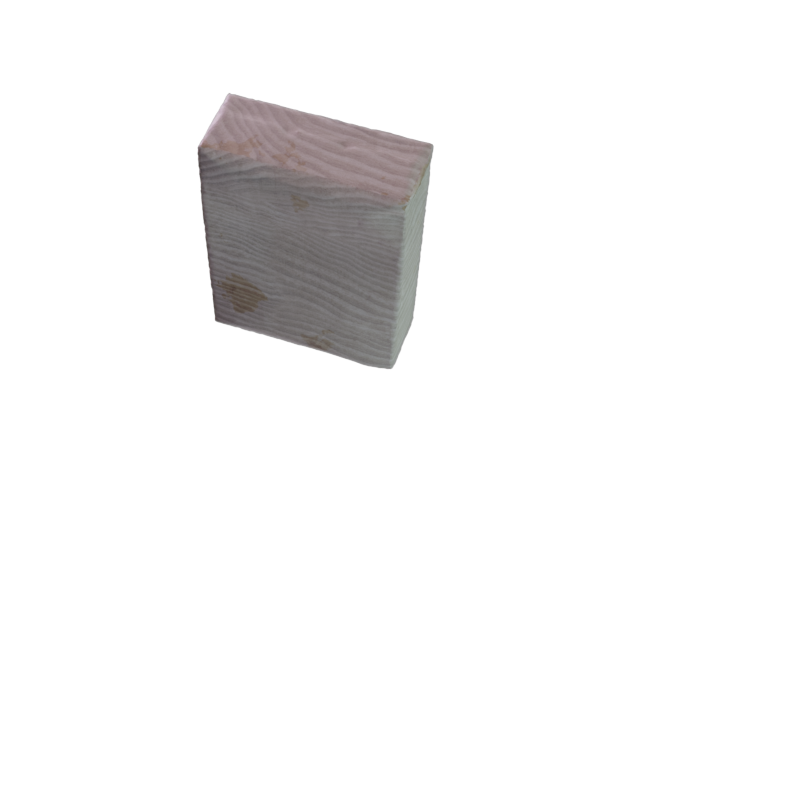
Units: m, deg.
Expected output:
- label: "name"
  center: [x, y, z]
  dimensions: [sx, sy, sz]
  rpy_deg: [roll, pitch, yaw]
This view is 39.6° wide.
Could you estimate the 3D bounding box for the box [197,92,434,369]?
- label: "box"
  center: [-0.069, -0.125, 0.877]
  dimensions: [0.168, 0.075, 0.200]
  rpy_deg: [17, -34, 10]
